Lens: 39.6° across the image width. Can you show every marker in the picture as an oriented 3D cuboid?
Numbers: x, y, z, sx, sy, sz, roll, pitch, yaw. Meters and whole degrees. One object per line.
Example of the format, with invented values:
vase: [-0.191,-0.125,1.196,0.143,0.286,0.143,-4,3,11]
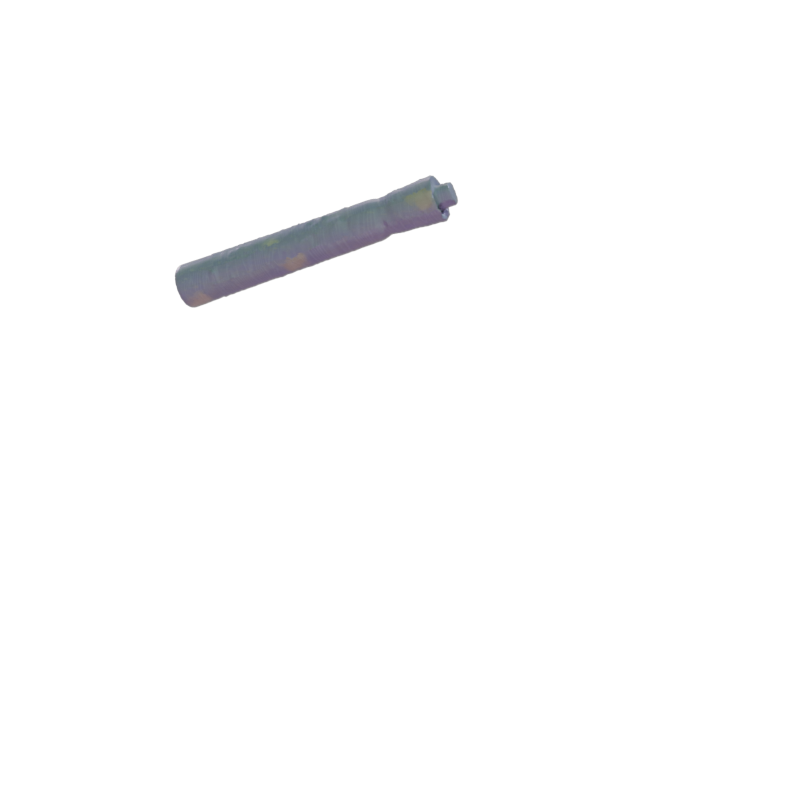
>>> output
marker: [-0.035,-0.063,0.443,0.122,0.020,0.019,-16,-2,20]
